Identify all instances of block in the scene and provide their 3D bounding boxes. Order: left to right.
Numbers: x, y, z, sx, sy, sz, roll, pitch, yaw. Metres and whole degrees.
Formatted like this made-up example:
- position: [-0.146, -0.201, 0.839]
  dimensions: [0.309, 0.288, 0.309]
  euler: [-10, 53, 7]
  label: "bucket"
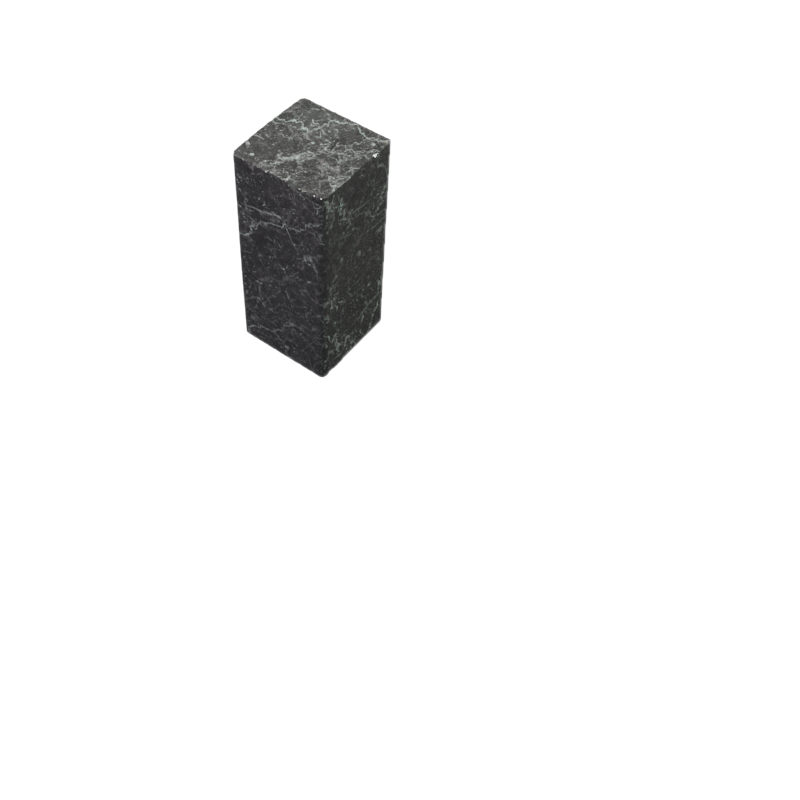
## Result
- position: [-0.072, -0.130, 0.912]
  dimensions: [0.095, 0.192, 0.092]
  euler: [31, 54, 21]
  label: "block"
